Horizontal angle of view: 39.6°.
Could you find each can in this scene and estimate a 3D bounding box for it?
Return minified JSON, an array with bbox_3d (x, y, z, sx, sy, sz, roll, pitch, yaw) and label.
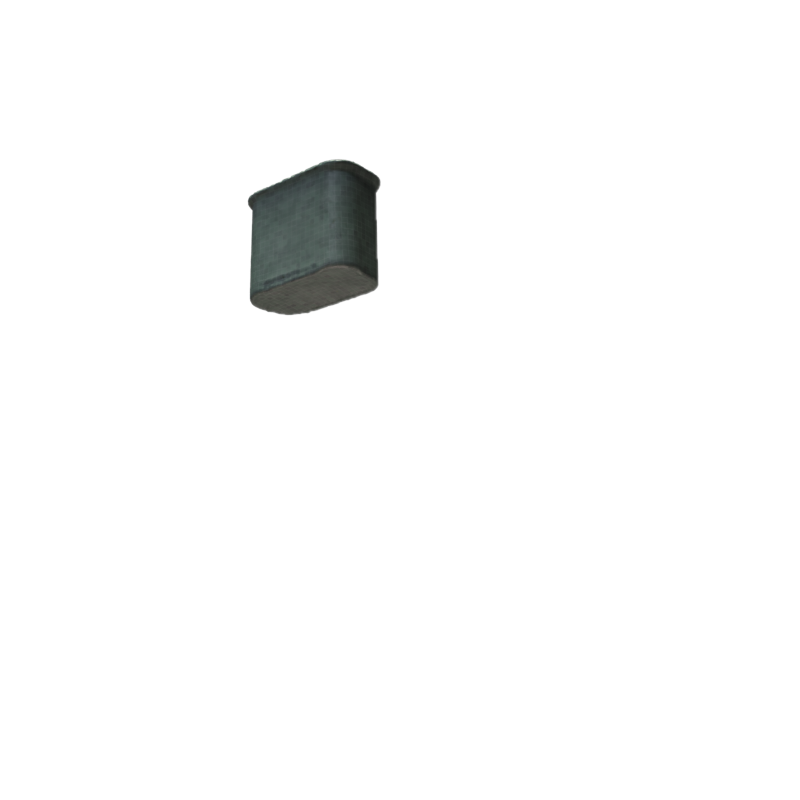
[{"bbox_3d":[-0.063,-0.115,0.803,0.103,0.088,0.054,-17,-28,35],"label":"can"}]
